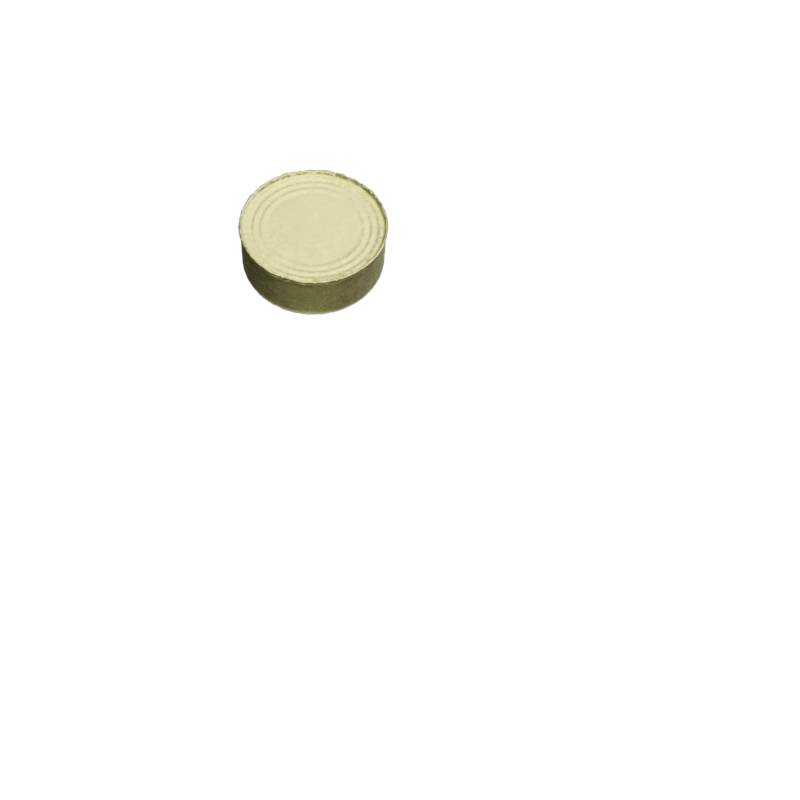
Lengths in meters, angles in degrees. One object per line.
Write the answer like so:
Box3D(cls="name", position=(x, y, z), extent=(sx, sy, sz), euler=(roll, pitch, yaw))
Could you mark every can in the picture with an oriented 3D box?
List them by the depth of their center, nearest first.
Box3D(cls="can", position=(-0.051, -0.092, 0.647), extent=(0.086, 0.092, 0.031), euler=(-1, -37, -1))
